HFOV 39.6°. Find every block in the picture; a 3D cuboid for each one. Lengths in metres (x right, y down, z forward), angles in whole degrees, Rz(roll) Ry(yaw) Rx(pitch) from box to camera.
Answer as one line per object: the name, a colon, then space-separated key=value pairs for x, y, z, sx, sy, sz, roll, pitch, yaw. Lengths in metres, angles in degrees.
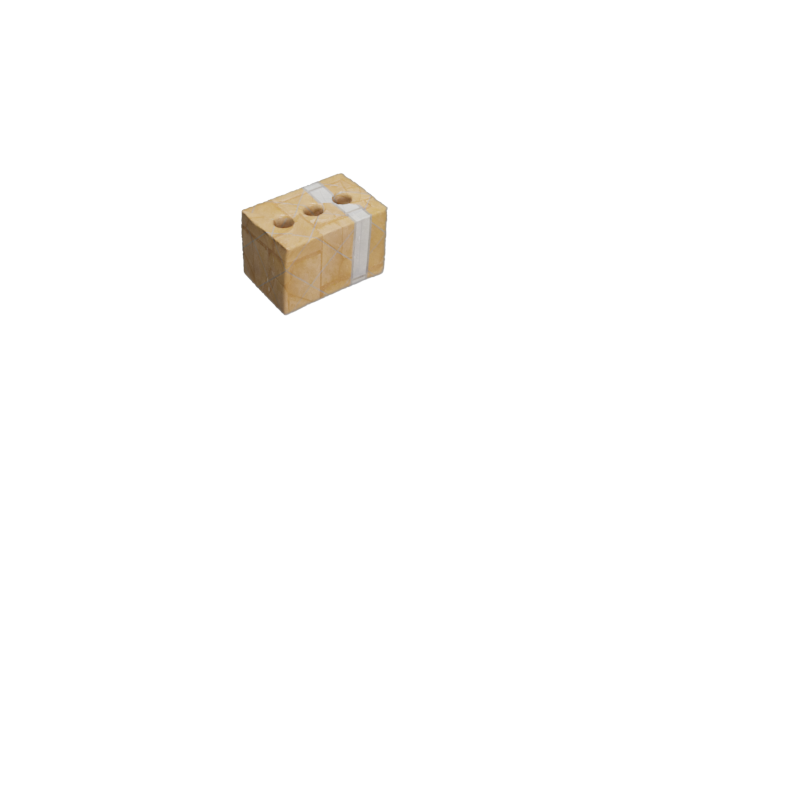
block: x=-0.055 y=-0.099 z=0.697 sx=0.077 sy=0.048 sz=0.057 roll=-26 pitch=48 yaw=-28
